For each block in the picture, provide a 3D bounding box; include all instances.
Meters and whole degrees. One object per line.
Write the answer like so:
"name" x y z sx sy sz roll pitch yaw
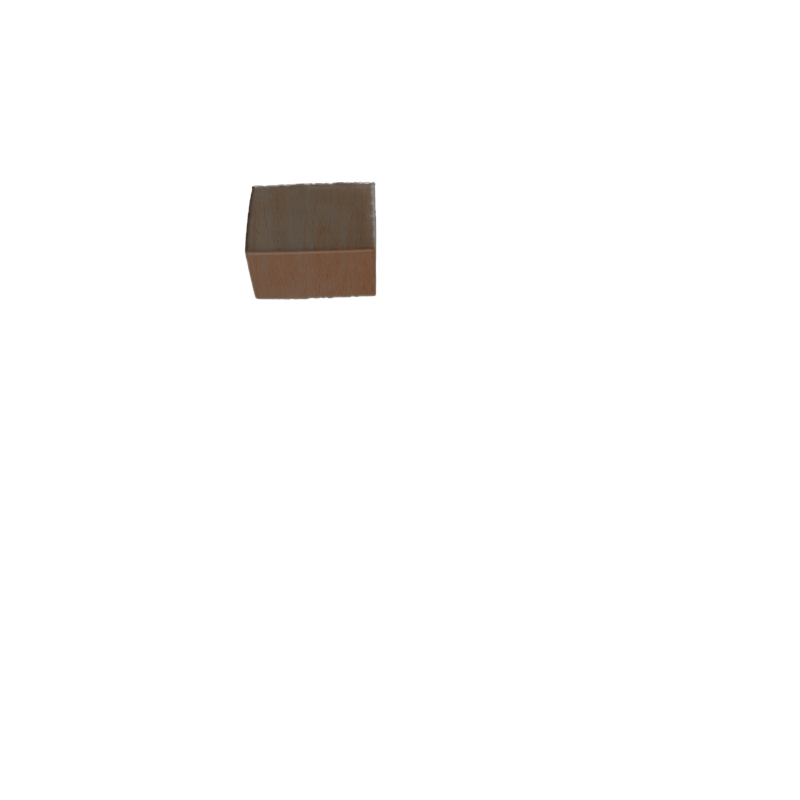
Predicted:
"block" -0.053 -0.097 0.678 0.078 0.055 0.049 -1 -32 1
